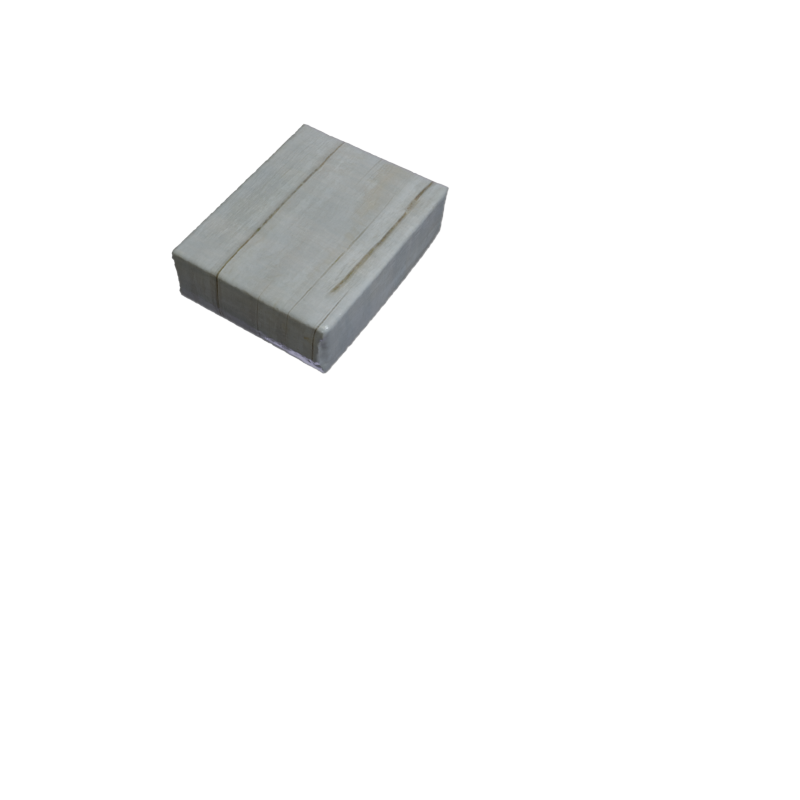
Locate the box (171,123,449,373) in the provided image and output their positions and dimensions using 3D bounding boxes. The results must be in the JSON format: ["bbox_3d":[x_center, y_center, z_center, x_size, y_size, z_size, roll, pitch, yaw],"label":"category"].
[{"bbox_3d":[-0.043,-0.078,0.549,0.094,0.116,0.036,27,-35,20],"label":"box"}]
